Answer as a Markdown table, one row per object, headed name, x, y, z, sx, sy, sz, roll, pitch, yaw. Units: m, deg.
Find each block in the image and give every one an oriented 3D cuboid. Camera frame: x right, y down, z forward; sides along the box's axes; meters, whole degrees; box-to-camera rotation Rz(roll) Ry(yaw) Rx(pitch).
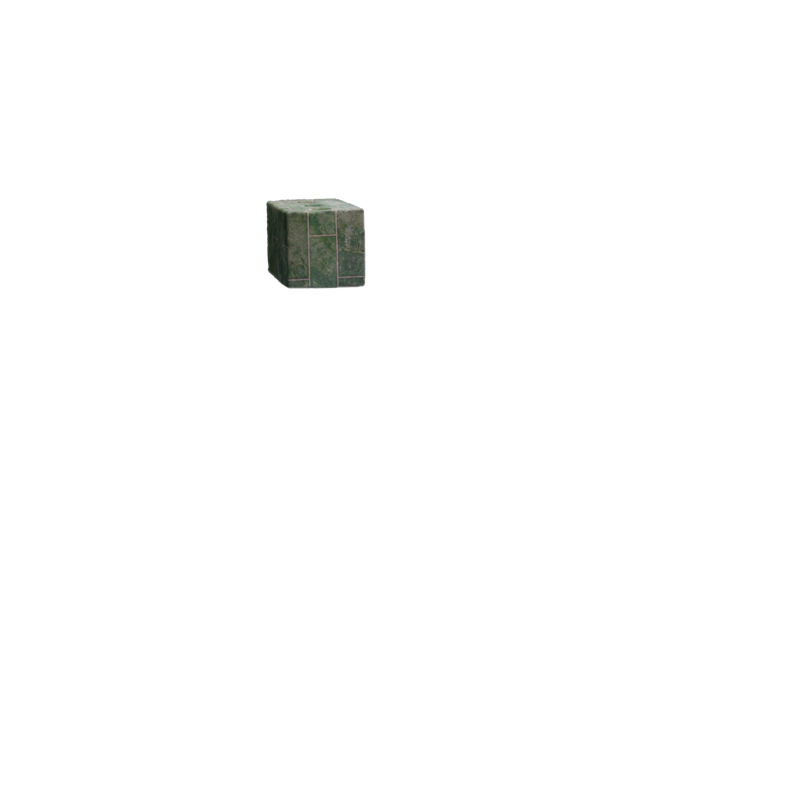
| name | x | y | z | sx | sy | sz | roll | pitch | yaw |
| --- | --- | --- | --- | --- | --- | --- | --- | --- | --- |
| block | -0.059 | -0.107 | 0.749 | 0.052 | 0.050 | 0.081 | -3 | 14 | -16 |
